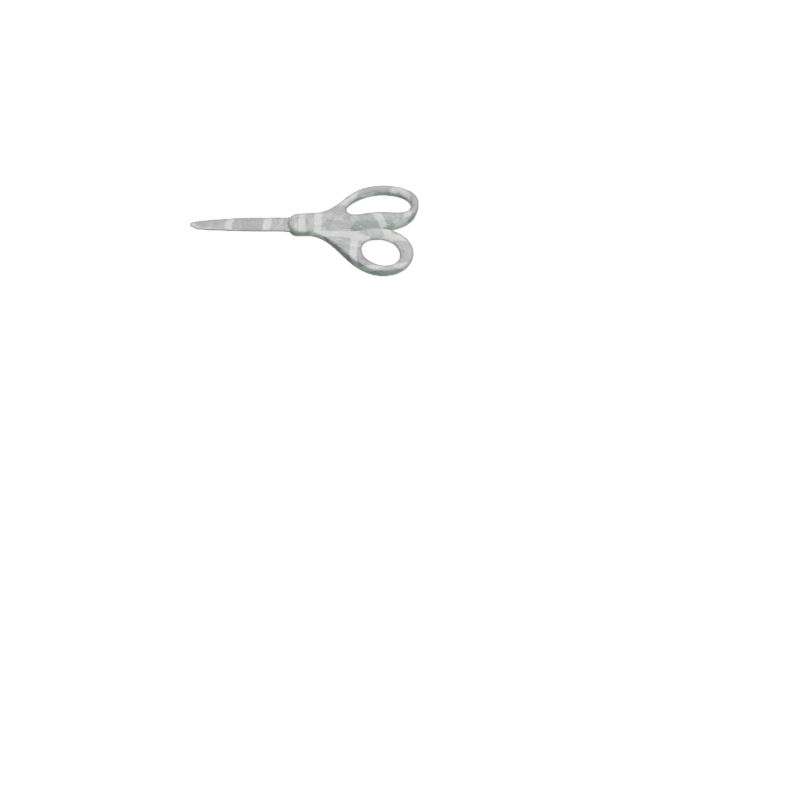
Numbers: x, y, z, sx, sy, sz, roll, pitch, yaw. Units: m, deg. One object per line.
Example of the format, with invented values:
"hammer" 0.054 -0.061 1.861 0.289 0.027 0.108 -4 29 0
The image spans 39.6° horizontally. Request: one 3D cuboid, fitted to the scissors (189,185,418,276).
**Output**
"scissors" -0.076 -0.139 0.973 0.200 0.103 0.015 -15 -27 -8
